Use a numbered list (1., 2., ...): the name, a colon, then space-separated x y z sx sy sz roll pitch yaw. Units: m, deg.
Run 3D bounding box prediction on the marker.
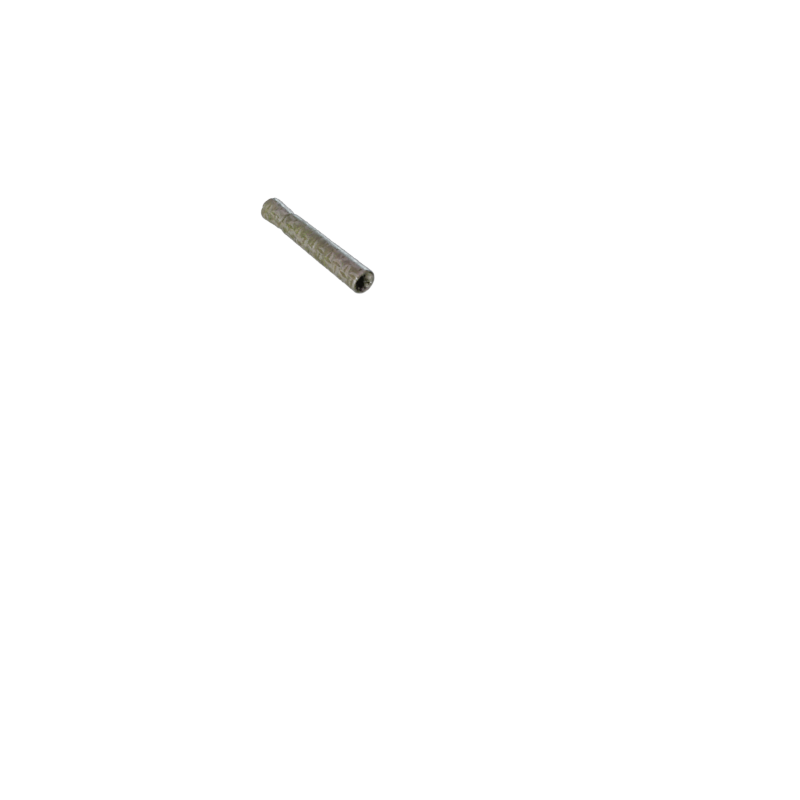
1. marker: -0.063 -0.114 0.801 0.019 0.019 0.130 -3 33 -42
